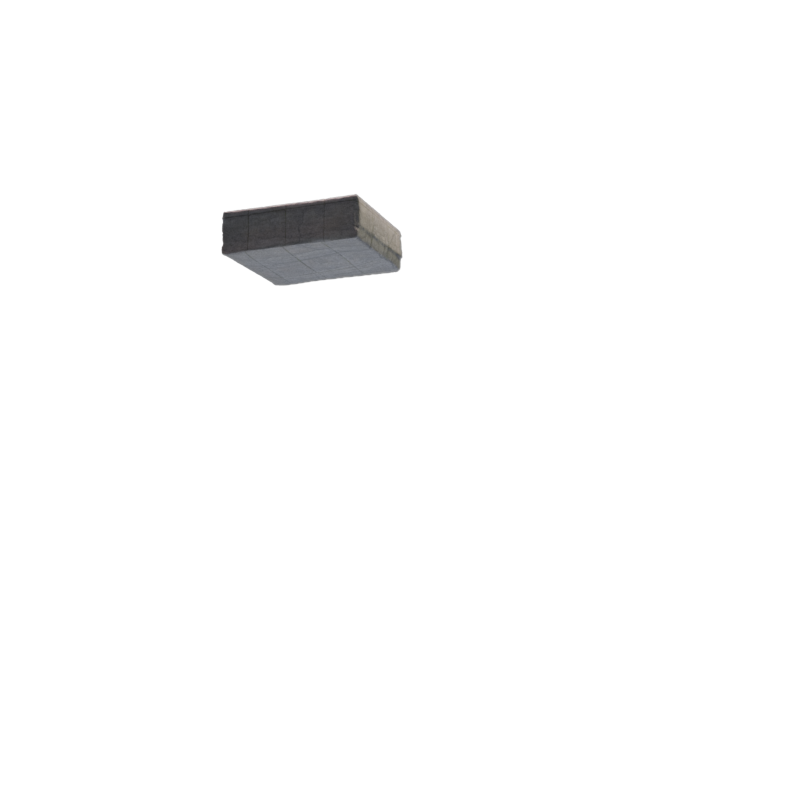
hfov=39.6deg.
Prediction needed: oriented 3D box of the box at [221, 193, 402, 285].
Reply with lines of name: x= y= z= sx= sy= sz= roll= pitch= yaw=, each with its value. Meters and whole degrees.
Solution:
box: x=-0.066 y=-0.120 z=0.842 sx=0.116 sy=0.040 sz=0.085 roll=-5 pitch=-14 yaw=22
